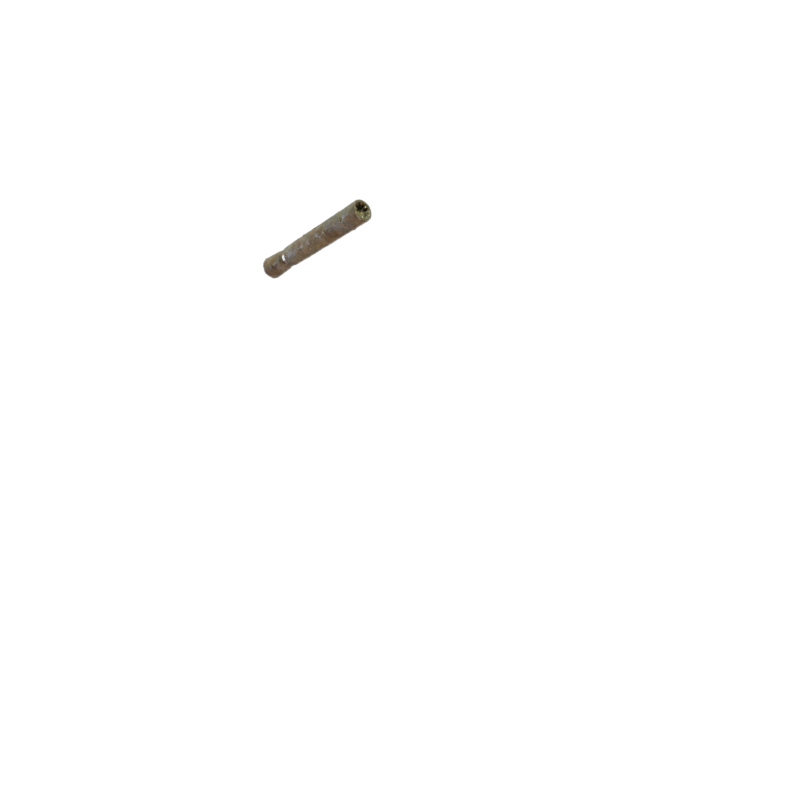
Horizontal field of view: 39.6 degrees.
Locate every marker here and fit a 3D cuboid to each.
[{"bbox_3d":[-0.069,-0.126,0.884,0.019,0.020,0.121,-3,-16,-46],"label":"marker"}]
